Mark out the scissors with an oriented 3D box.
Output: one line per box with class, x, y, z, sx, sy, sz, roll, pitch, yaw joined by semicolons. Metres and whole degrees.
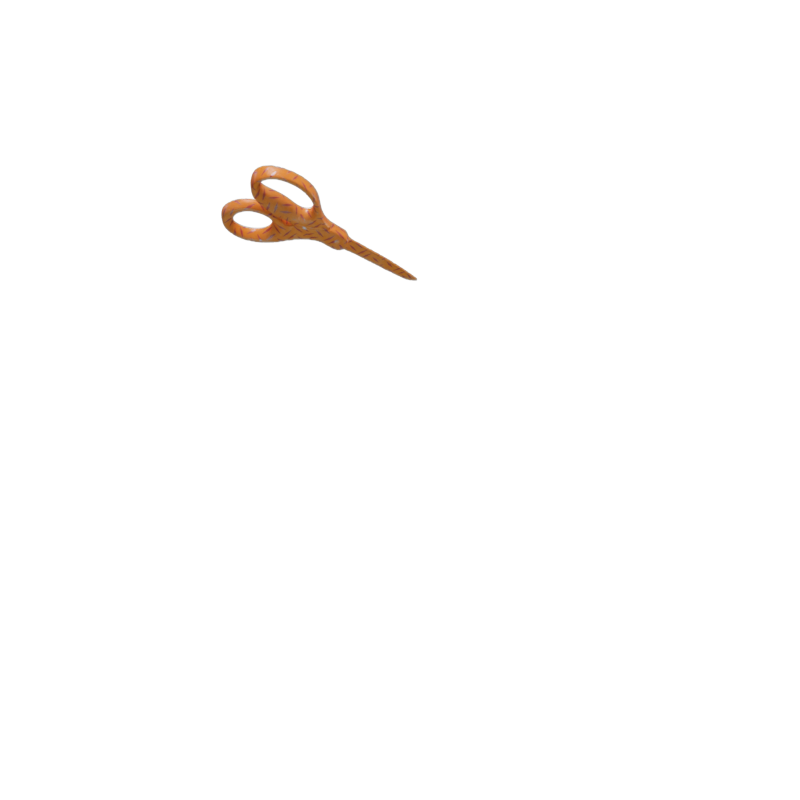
scissors;-0.076;-0.138;0.970;0.097;0.017;0.187;-19;-37;27
